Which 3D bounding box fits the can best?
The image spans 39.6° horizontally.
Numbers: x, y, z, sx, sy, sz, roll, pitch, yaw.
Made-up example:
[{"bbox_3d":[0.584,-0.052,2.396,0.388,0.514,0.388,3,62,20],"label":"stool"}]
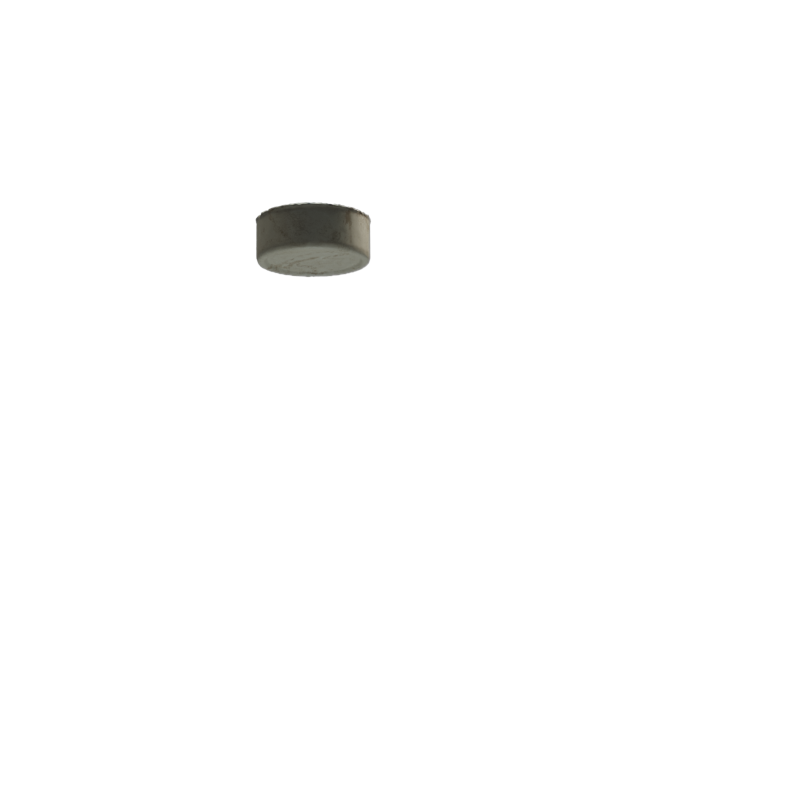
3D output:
[{"bbox_3d":[-0.064,-0.117,0.821,0.086,0.035,0.083,0,-10,-2],"label":"can"}]
